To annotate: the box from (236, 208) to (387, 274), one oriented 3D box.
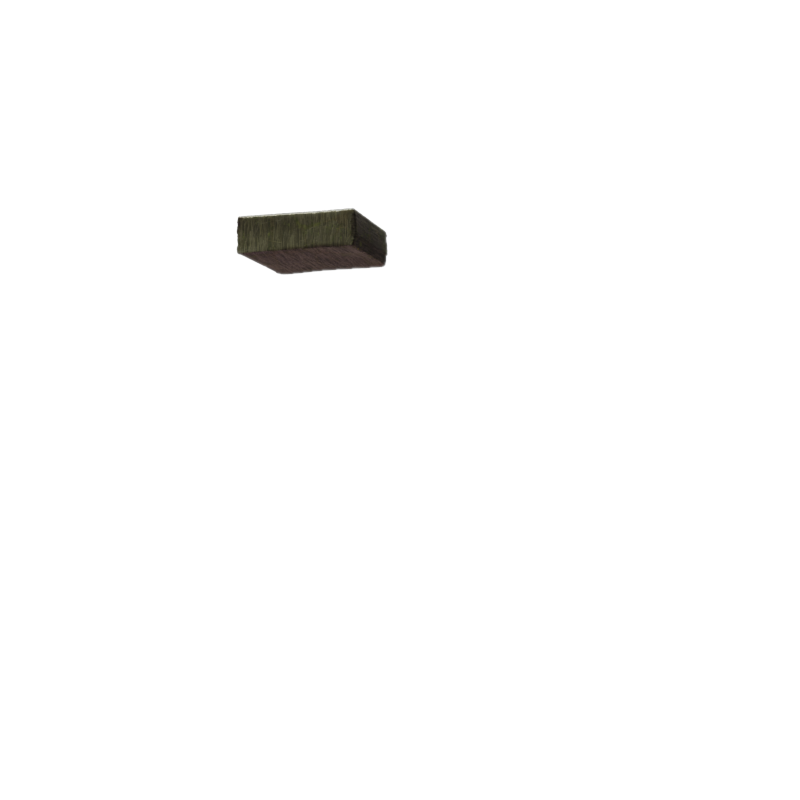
[{"bbox_3d":[-0.078,-0.142,0.995,0.116,0.040,0.085,-3,-9,19],"label":"box"}]
